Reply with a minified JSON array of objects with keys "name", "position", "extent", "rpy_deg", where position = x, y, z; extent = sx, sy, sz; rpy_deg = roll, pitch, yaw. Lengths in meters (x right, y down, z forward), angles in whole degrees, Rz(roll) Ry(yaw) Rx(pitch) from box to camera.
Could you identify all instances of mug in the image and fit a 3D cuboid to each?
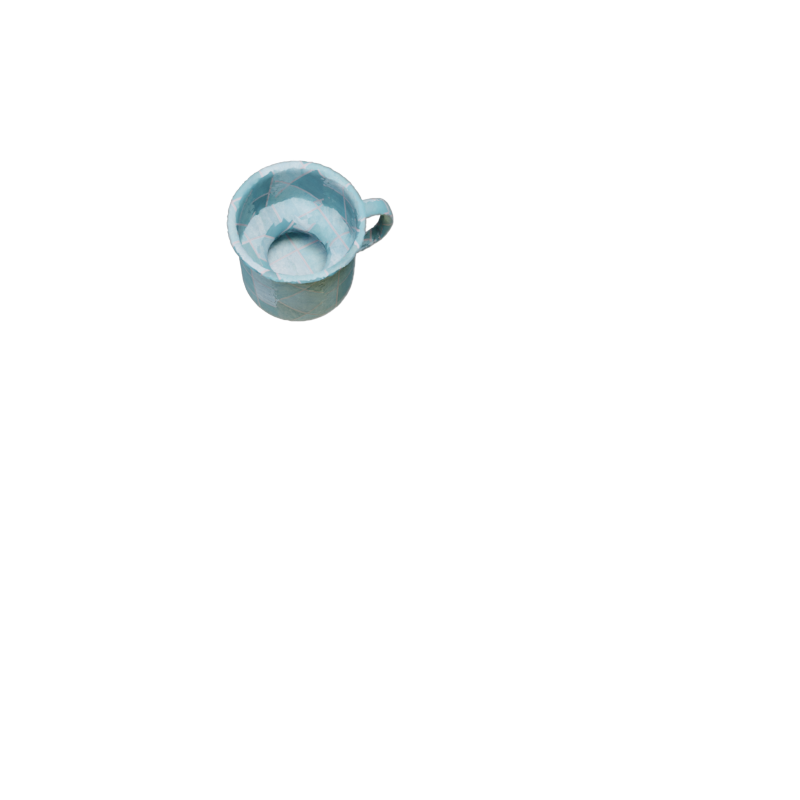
[{"name":"mug","position":[-0.060,-0.110,0.772],"extent":[0.116,0.099,0.077],"rpy_deg":[-21,-22,-11]}]
